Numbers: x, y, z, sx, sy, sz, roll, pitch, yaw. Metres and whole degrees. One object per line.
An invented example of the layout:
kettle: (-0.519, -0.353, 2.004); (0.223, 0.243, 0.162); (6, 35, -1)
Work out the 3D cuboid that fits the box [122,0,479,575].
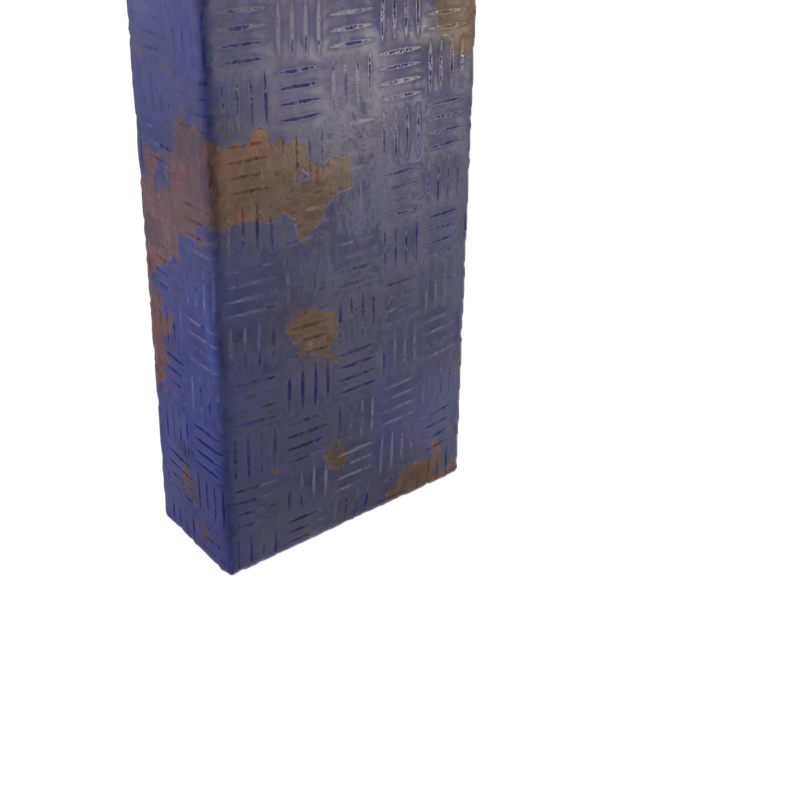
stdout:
box: (-0.025, -0.046, 0.324); (0.092, 0.167, 0.051); (-20, 34, -34)
